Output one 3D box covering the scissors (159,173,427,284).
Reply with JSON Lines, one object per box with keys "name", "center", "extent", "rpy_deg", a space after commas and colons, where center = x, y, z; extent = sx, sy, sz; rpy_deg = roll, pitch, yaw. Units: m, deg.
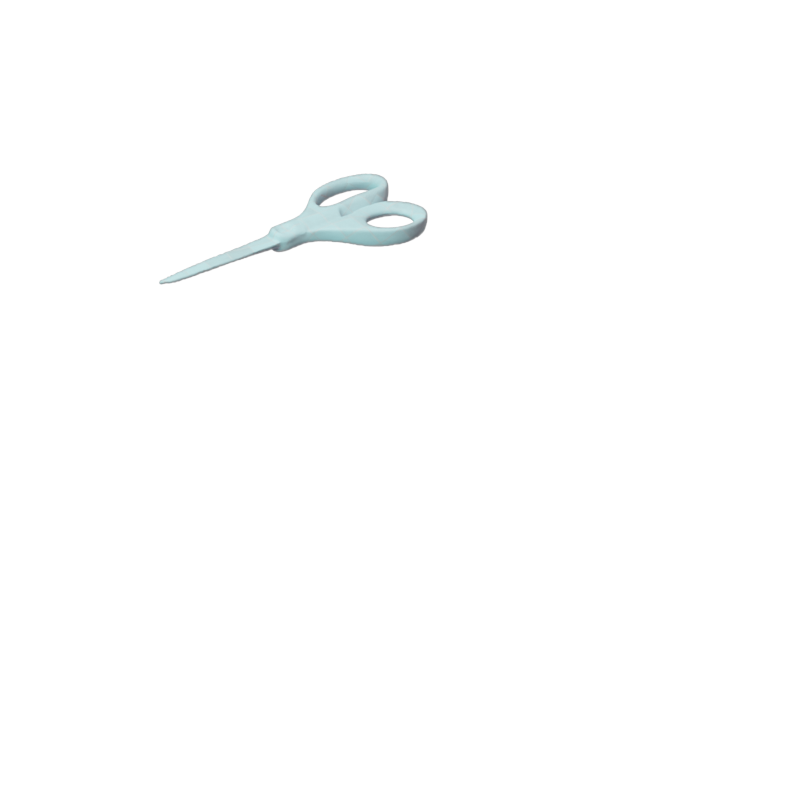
{"name": "scissors", "center": [-0.058, -0.106, 0.746], "extent": [0.101, 0.015, 0.204], "rpy_deg": [21, 40, 26]}
